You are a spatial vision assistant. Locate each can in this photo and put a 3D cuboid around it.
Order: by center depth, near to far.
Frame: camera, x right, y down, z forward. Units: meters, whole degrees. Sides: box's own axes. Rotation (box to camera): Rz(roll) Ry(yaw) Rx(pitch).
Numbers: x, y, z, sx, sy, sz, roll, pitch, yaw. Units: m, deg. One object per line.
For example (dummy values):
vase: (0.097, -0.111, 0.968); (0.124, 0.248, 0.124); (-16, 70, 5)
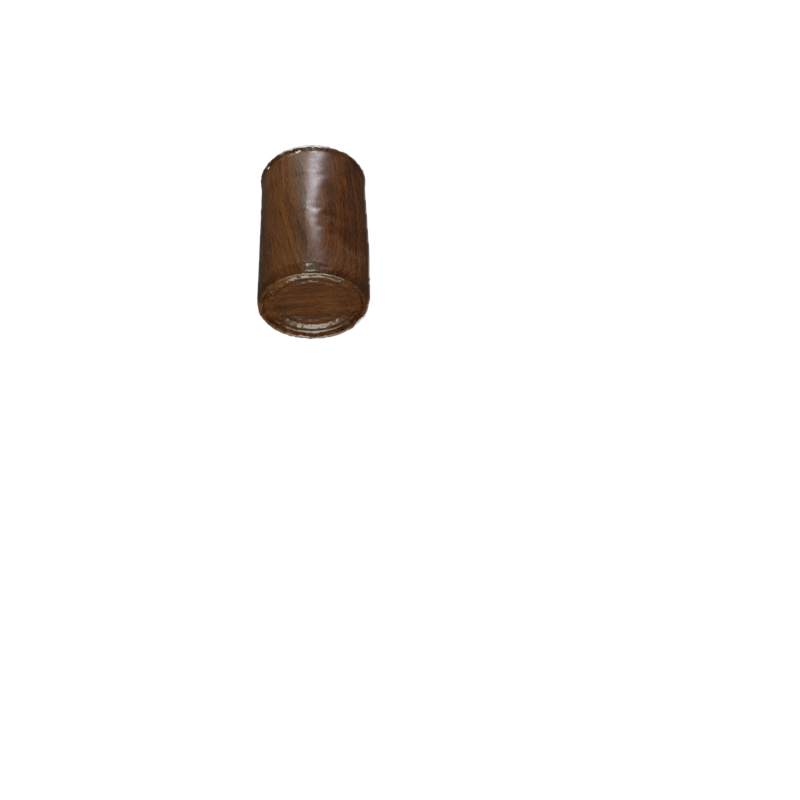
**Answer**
can: (-0.054, -0.098, 0.685); (0.068, 0.110, 0.064); (-1, -37, -3)
